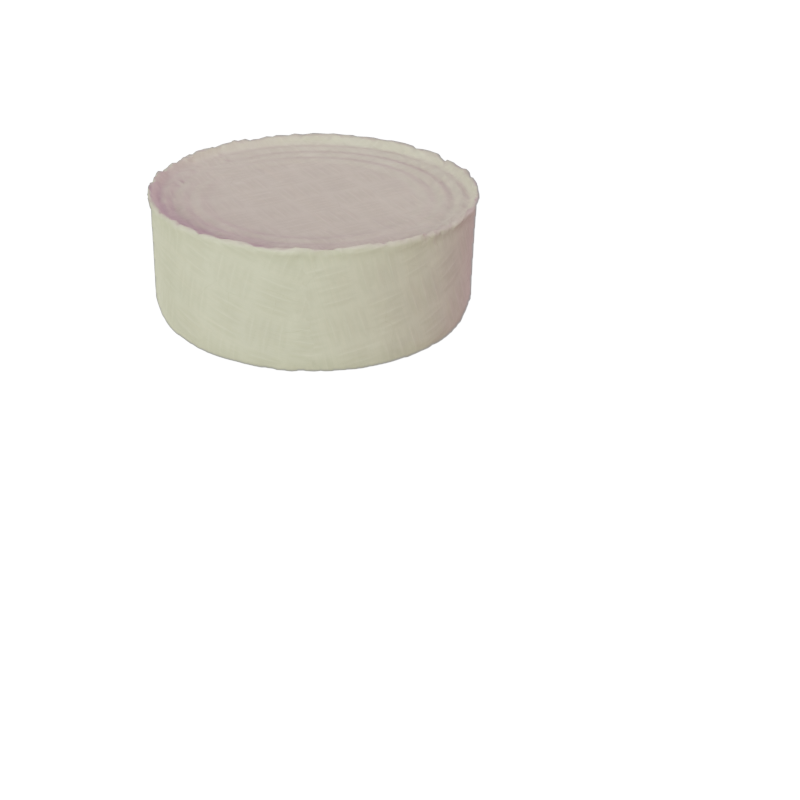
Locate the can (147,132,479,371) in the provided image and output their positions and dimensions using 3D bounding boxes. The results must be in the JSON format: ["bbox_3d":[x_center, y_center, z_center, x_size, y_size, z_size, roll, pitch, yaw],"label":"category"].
[{"bbox_3d":[-0.023,-0.042,0.294,0.086,0.032,0.091,-1,29,-2],"label":"can"}]
